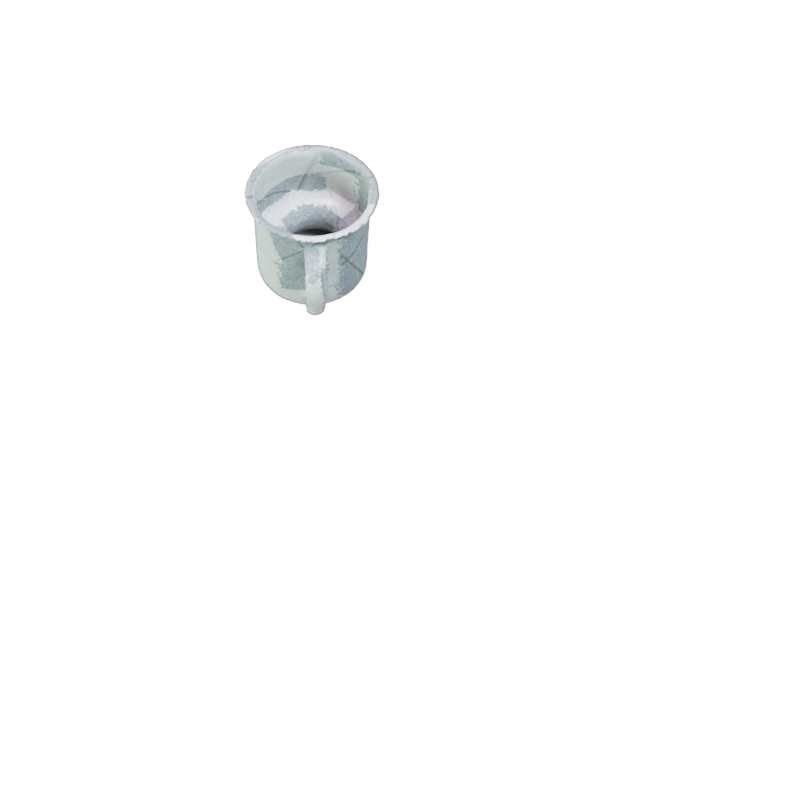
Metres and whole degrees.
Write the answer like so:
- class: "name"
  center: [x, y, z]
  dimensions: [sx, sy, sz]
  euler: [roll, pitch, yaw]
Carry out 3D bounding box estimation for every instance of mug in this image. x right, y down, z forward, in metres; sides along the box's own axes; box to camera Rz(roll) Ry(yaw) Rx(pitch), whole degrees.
- class: "mug"
  center: [-0.062, -0.113, 0.790]
  dimensions: [0.093, 0.126, 0.076]
  euler: [-5, -37, -5]
